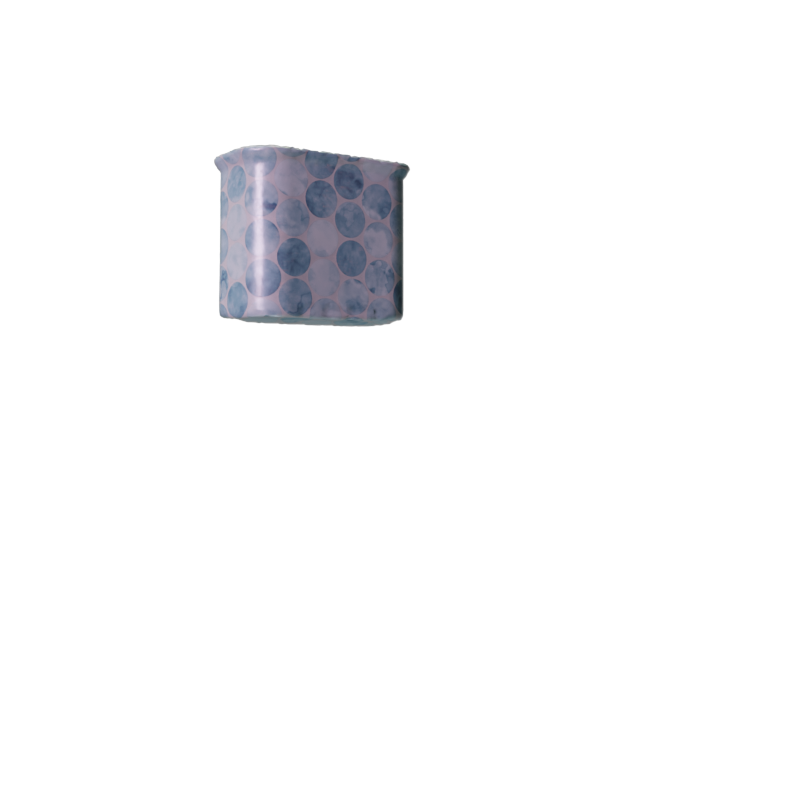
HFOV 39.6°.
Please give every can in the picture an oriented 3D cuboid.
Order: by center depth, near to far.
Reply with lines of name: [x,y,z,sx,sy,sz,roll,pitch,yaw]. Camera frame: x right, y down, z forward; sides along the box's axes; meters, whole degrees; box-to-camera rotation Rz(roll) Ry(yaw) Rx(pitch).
can: [-0.045,-0.082,0.576,0.098,0.085,0.059,2,-5,-34]
